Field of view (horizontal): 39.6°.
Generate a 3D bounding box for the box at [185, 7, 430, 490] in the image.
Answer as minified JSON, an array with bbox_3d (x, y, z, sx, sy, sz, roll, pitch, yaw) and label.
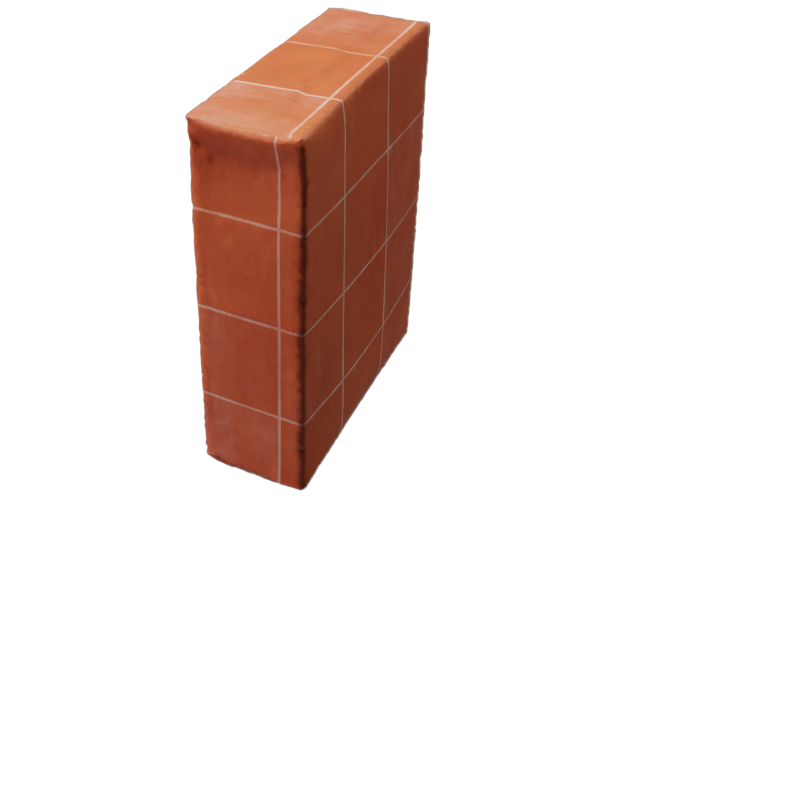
[{"bbox_3d":[-0.048,-0.088,0.613,0.074,0.200,0.169,14,37,16],"label":"box"}]
